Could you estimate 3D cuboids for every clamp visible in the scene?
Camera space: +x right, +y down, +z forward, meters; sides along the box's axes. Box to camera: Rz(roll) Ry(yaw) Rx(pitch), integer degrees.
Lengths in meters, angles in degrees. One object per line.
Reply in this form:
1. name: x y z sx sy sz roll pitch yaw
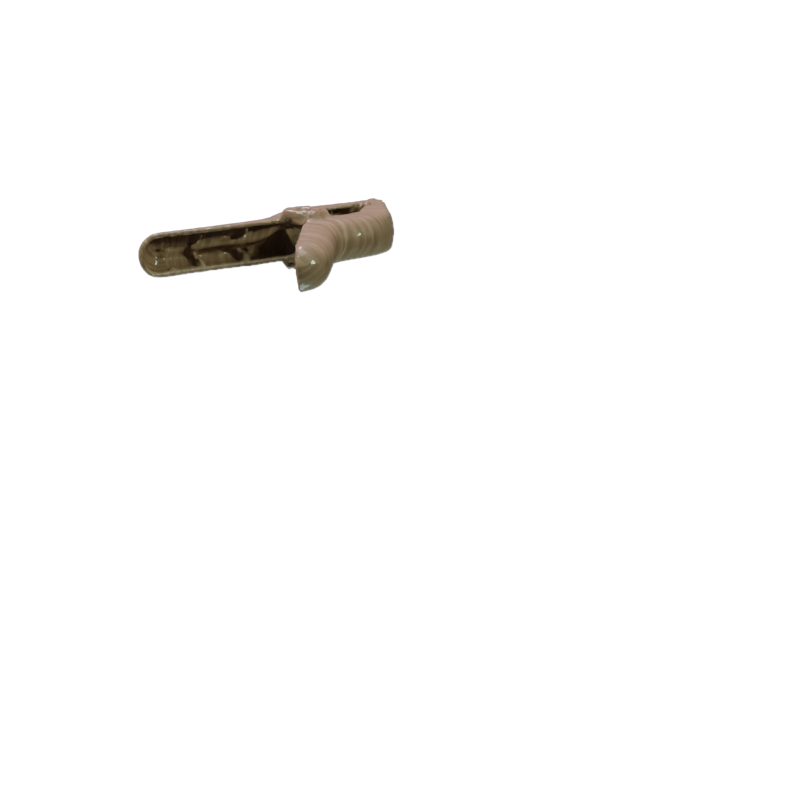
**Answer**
1. clamp: -0.050 -0.091 0.636 0.127 0.038 0.169 18 28 37
